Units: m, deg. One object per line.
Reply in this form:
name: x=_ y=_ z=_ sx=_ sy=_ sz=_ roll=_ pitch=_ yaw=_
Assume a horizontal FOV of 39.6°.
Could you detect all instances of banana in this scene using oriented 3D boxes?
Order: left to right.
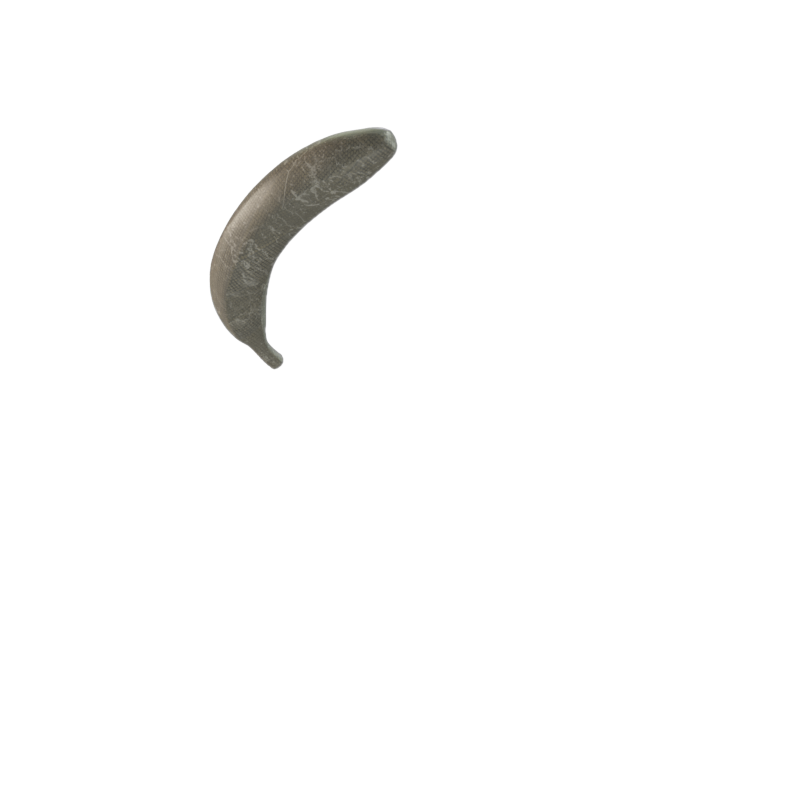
banana: x=-0.071 y=-0.097 z=0.666 sx=0.067 sy=0.039 sz=0.190 roll=17 pitch=-46 yaw=-18
